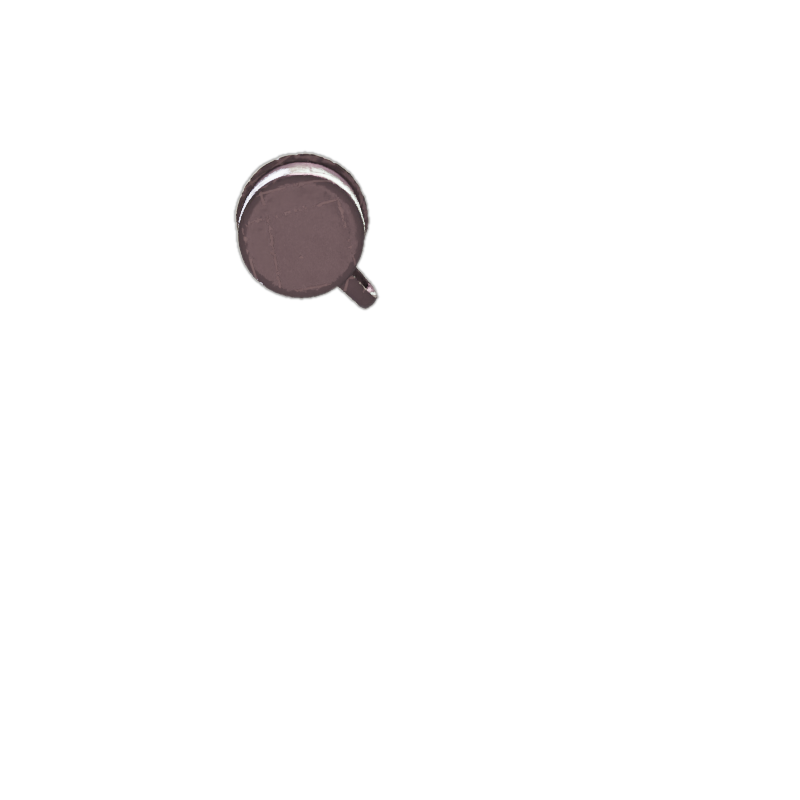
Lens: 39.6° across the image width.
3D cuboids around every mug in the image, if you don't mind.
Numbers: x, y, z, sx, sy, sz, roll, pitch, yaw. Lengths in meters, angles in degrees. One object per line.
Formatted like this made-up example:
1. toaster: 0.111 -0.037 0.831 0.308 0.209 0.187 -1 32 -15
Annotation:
1. mug: -0.058 -0.105 0.737 0.093 0.114 0.084 -39 11 7
